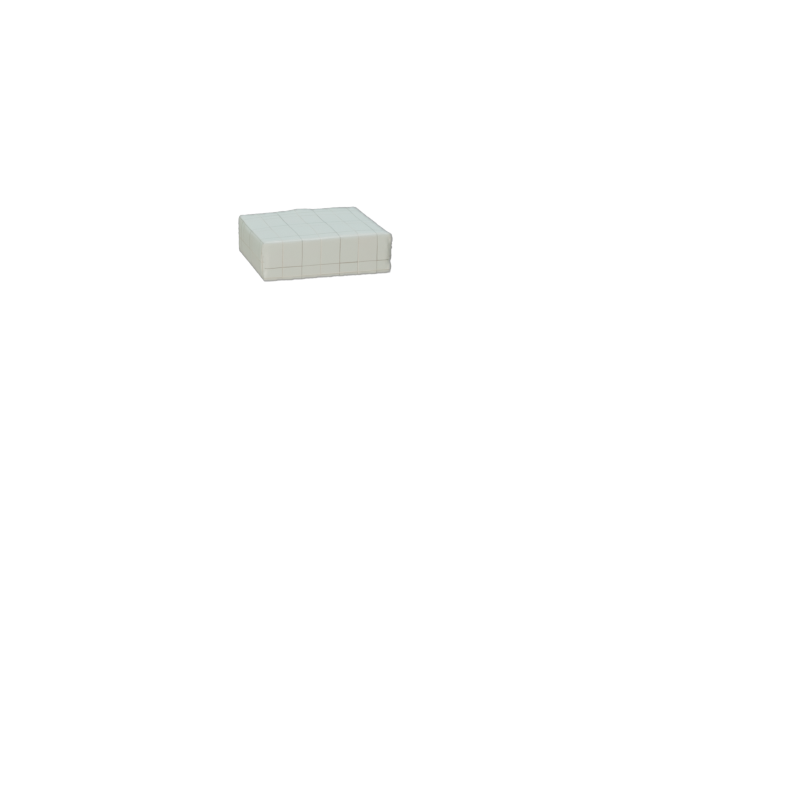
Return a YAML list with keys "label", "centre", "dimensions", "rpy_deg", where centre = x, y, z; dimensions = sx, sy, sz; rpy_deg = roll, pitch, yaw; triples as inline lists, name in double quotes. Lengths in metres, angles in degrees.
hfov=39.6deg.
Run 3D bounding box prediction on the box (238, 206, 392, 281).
- label: "box"
  centre: [-0.058, -0.107, 0.747]
  dimensions: [0.088, 0.029, 0.078]
  rpy_deg: [-7, 24, -17]
